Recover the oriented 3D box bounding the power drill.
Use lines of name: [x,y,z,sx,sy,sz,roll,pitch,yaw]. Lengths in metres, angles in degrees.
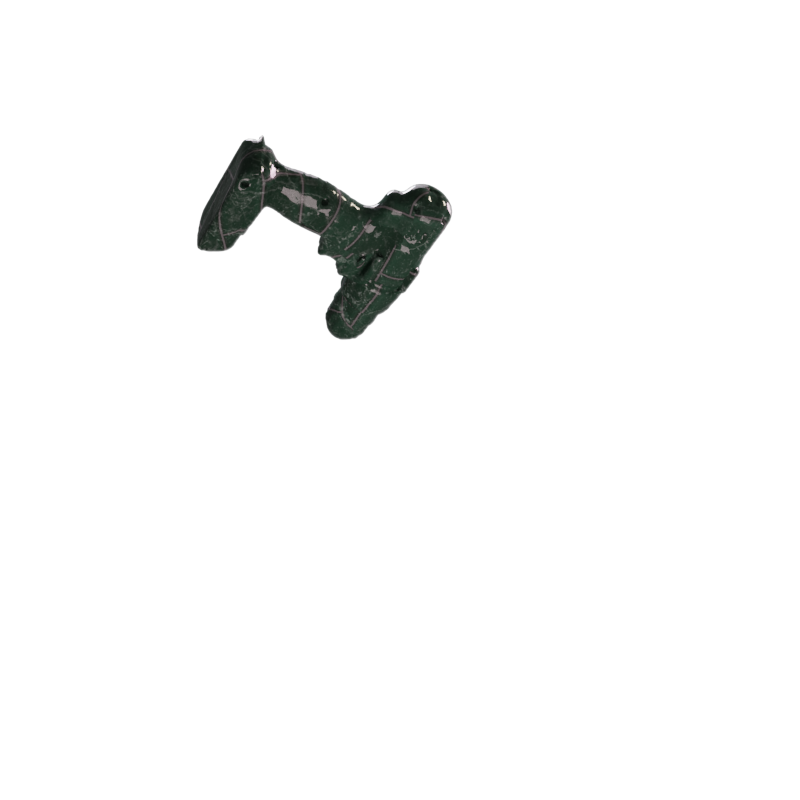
power drill: [-0.074,-0.136,0.950,0.181,0.062,0.178,19,-47,-19]
